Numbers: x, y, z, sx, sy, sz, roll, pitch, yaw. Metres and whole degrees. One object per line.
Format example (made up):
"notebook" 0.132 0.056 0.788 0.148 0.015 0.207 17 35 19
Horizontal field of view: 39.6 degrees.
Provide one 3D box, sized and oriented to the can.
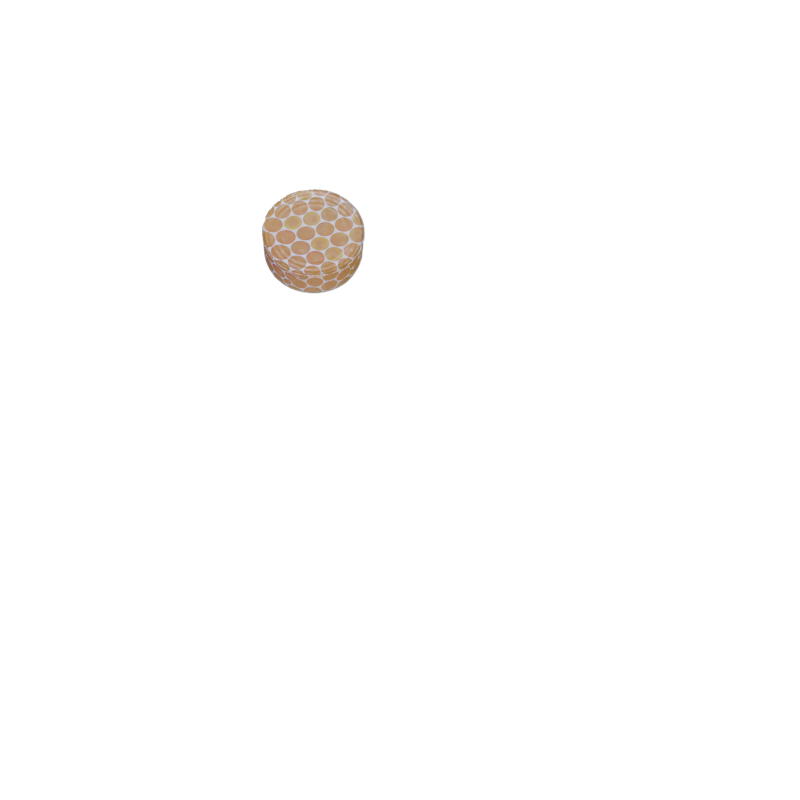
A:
"can" -0.073 -0.134 0.936 0.086 0.091 0.032 -1 -29 -1
